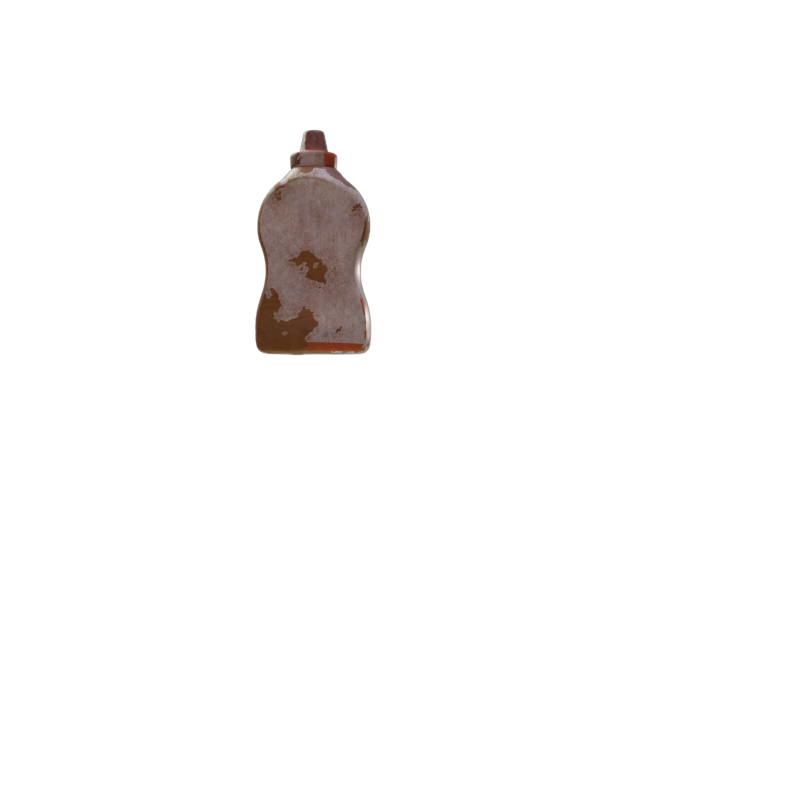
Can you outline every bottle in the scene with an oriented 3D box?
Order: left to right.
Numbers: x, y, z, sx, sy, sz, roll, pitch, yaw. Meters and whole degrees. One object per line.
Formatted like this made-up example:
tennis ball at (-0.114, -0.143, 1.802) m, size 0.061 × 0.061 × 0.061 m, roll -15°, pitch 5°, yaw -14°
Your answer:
bottle at (-0.074, -0.135, 0.946) m, size 0.098 × 0.195 × 0.056 m, roll -1°, pitch -6°, yaw 13°
